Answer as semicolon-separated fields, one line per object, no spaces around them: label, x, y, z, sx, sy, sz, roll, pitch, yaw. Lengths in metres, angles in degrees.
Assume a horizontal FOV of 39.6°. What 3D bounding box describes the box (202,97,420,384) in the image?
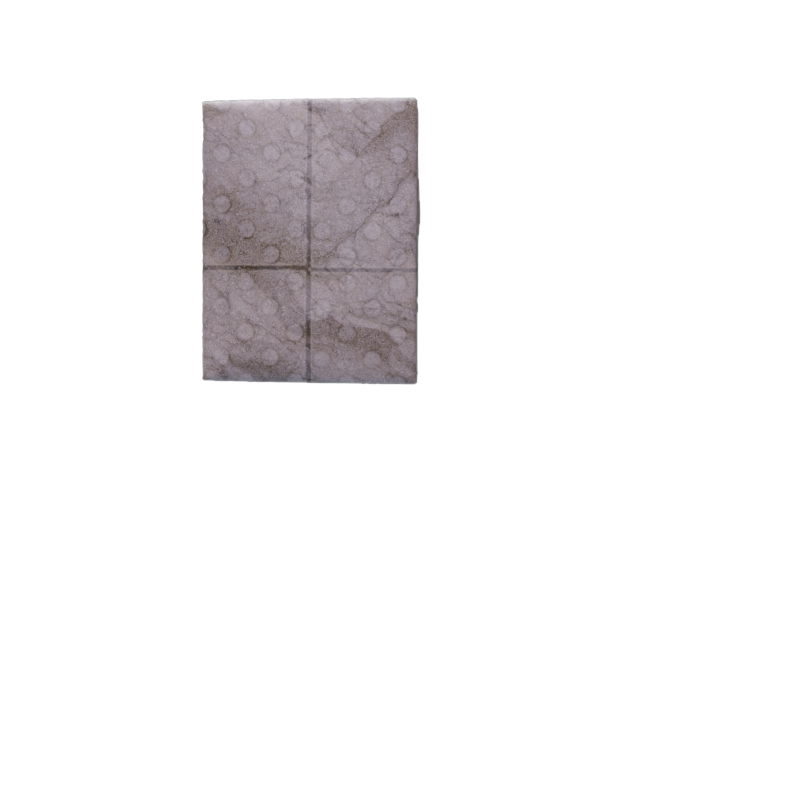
box;-0.067;-0.122;0.857;0.165;0.214;0.071;0;1;5
